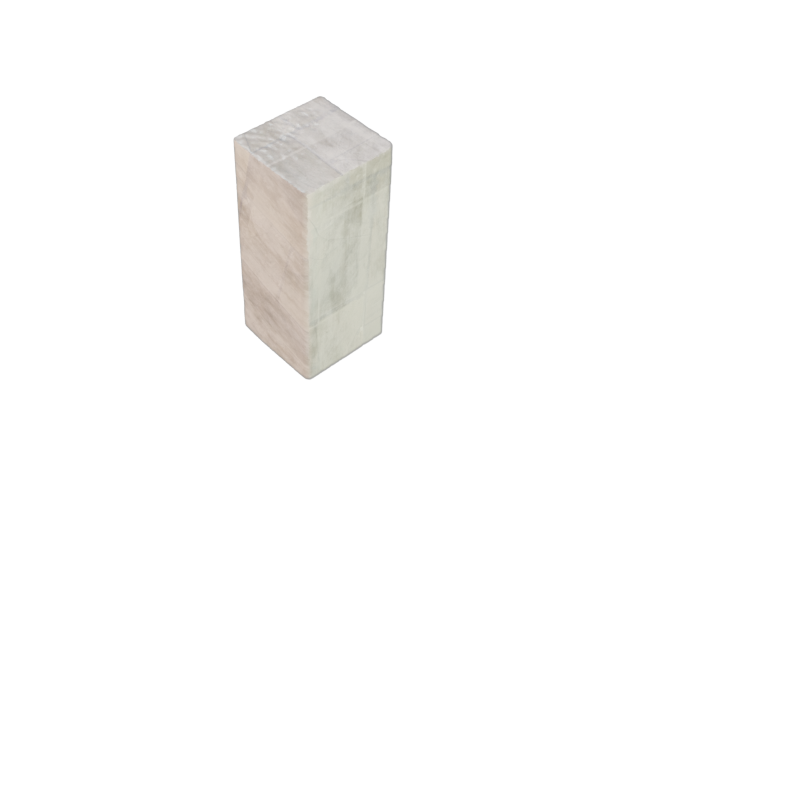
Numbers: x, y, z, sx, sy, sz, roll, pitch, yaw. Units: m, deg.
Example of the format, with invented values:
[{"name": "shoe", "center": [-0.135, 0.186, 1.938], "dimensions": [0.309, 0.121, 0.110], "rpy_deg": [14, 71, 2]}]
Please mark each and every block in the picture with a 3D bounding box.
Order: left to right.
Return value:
[{"name": "block", "center": [-0.071, -0.129, 0.905], "dimensions": [0.091, 0.192, 0.096], "rpy_deg": [-32, 56, -29]}]
